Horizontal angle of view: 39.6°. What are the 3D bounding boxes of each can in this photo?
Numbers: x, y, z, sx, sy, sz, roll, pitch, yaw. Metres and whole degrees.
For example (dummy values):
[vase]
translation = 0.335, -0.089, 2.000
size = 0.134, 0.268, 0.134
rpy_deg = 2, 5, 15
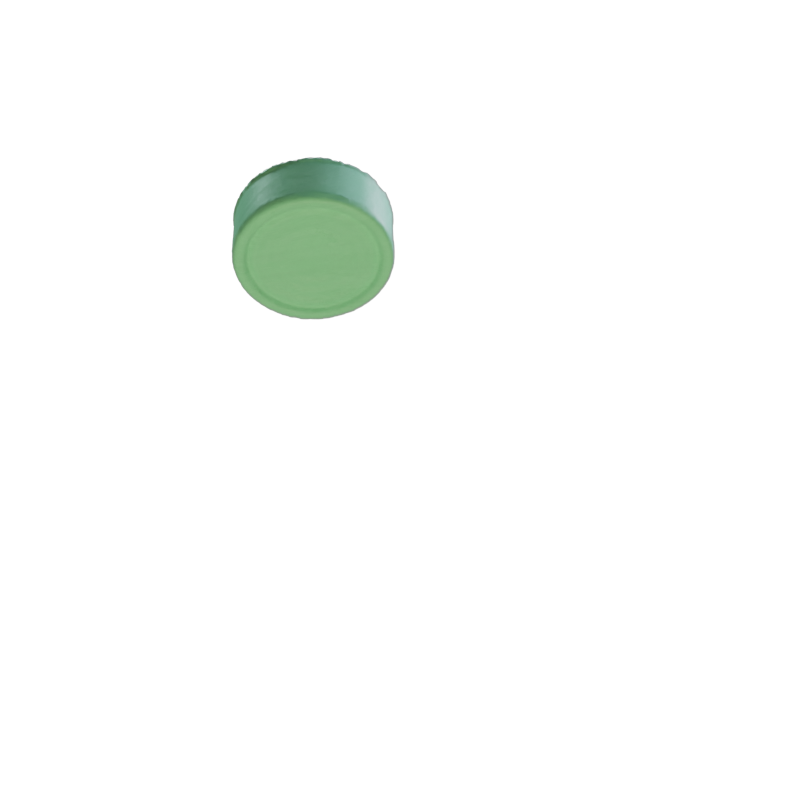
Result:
[can]
translation = -0.045, -0.083, 0.581
size = 0.086, 0.080, 0.036
rpy_deg = 1, 44, -1
